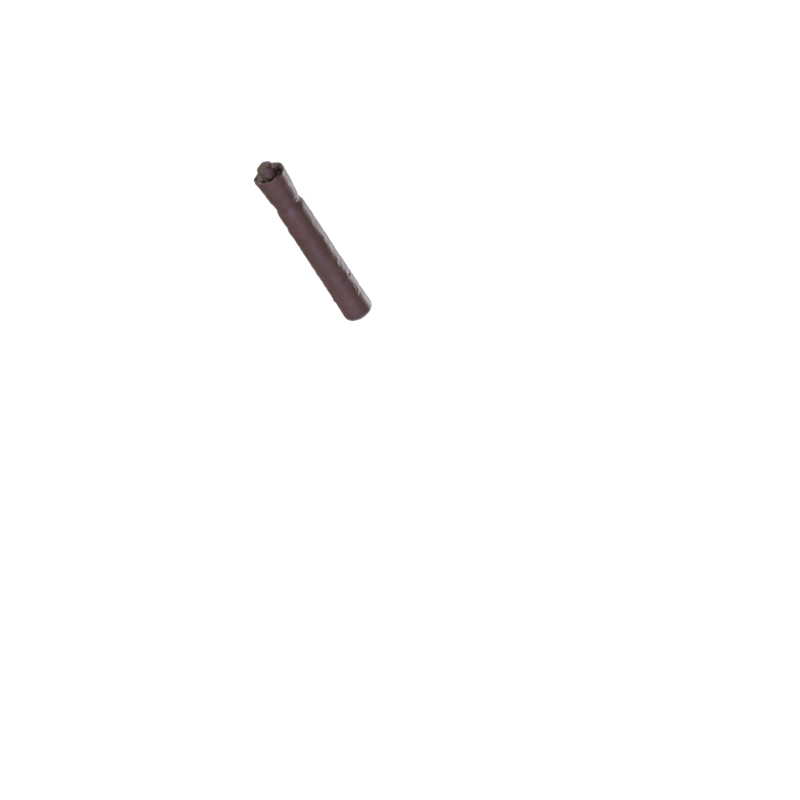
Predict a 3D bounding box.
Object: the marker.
[{"bbox_3d":[-0.051,-0.093,0.648,0.020,0.020,0.112,2,-40,39],"label":"marker"}]
